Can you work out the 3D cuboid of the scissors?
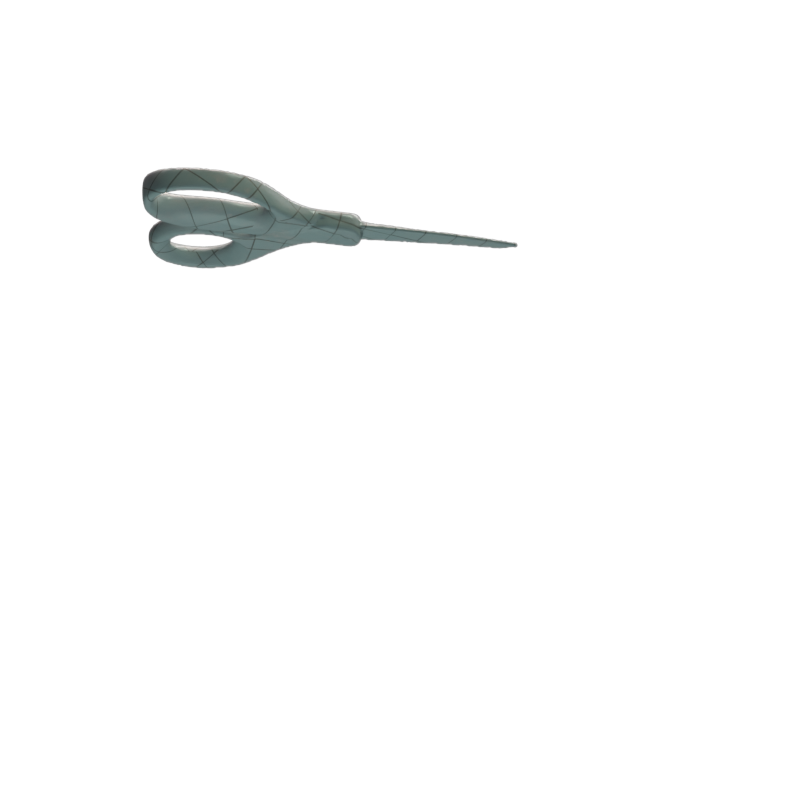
[{"bbox_3d":[-0.047,-0.085,0.596,0.194,0.017,0.095,11,-23,-26],"label":"scissors"}]
